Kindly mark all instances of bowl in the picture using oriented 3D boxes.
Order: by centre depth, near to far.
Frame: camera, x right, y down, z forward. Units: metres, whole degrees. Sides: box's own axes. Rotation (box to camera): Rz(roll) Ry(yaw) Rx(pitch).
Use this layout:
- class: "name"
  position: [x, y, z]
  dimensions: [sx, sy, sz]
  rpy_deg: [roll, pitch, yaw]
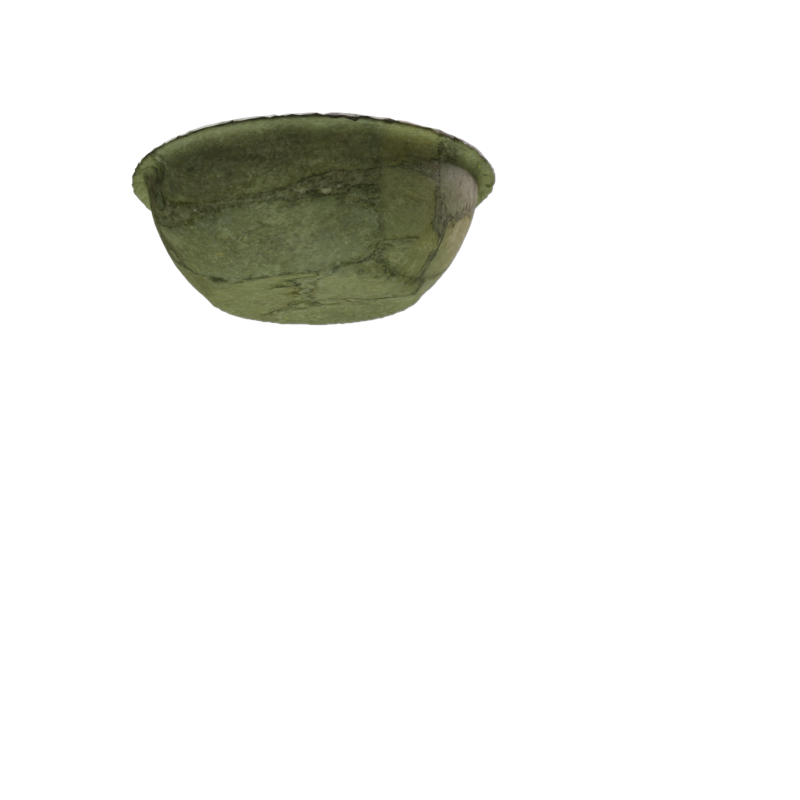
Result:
- class: "bowl"
  position: [-0.038, -0.070, 0.490]
  dimensions: [0.162, 0.057, 0.157]
  rpy_deg: [0, -11, -2]
